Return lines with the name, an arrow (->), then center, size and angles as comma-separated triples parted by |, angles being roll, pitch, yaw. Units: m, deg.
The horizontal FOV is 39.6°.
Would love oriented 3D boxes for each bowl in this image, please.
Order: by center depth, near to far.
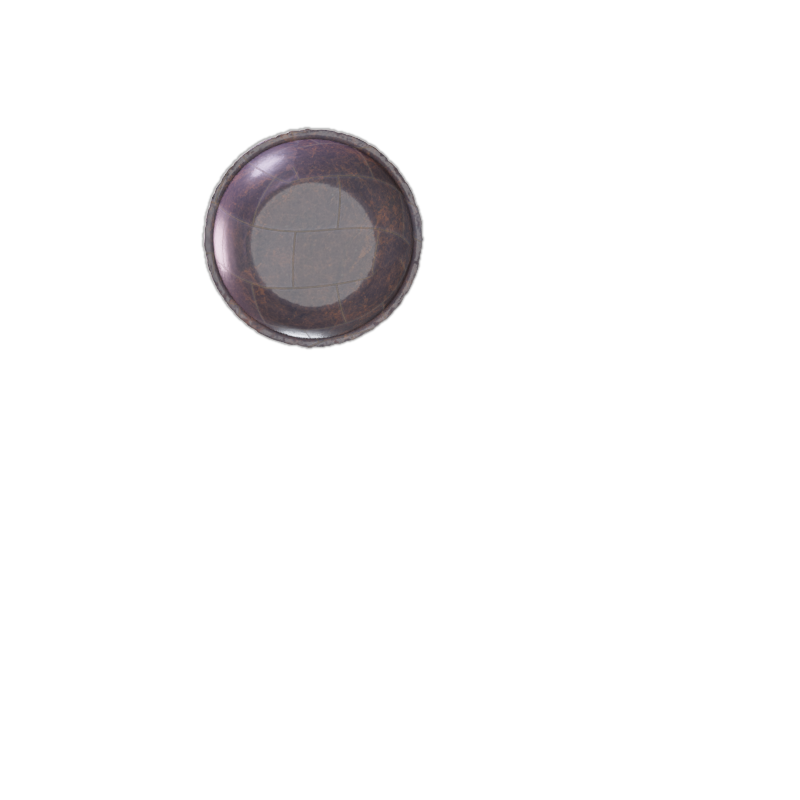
bowl -> -0.062, -0.113, 0.791 | 0.162, 0.160, 0.056 | 0, 6, 0
